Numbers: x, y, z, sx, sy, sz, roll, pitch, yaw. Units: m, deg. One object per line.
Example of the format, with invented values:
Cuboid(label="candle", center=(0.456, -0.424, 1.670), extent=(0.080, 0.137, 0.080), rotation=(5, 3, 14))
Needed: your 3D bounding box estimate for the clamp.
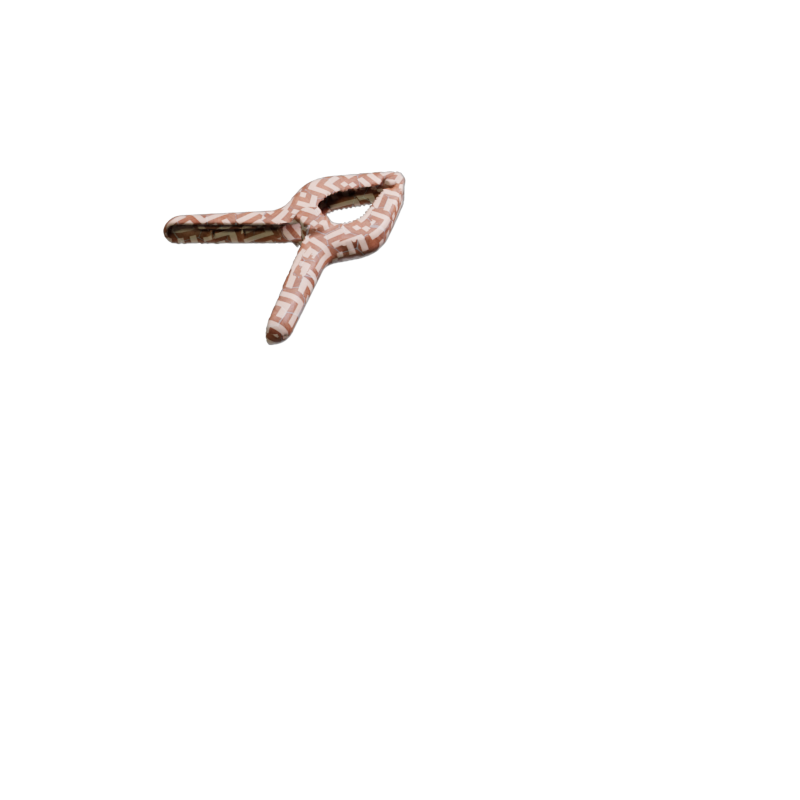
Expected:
Cuboid(label="clamp", center=(-0.073, -0.134, 0.939), extent=(0.209, 0.034, 0.177), rotation=(-25, 53, -21))
